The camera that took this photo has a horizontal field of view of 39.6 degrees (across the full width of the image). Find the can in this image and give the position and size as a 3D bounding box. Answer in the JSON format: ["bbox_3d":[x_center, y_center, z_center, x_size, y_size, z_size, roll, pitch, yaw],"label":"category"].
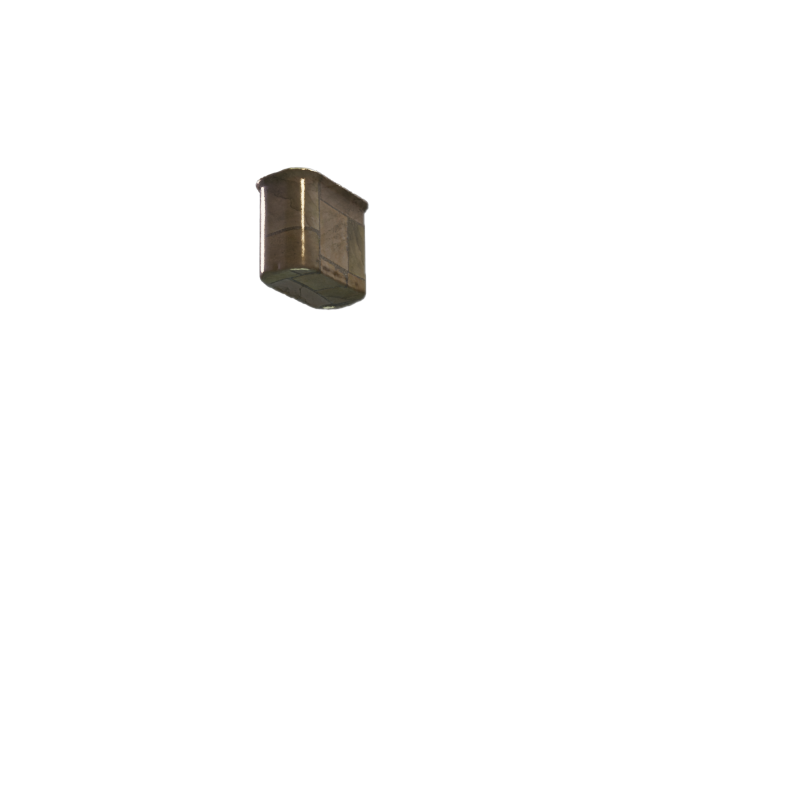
[{"bbox_3d":[-0.069,-0.126,0.883,0.058,0.088,0.095,-14,-23,32],"label":"can"}]
